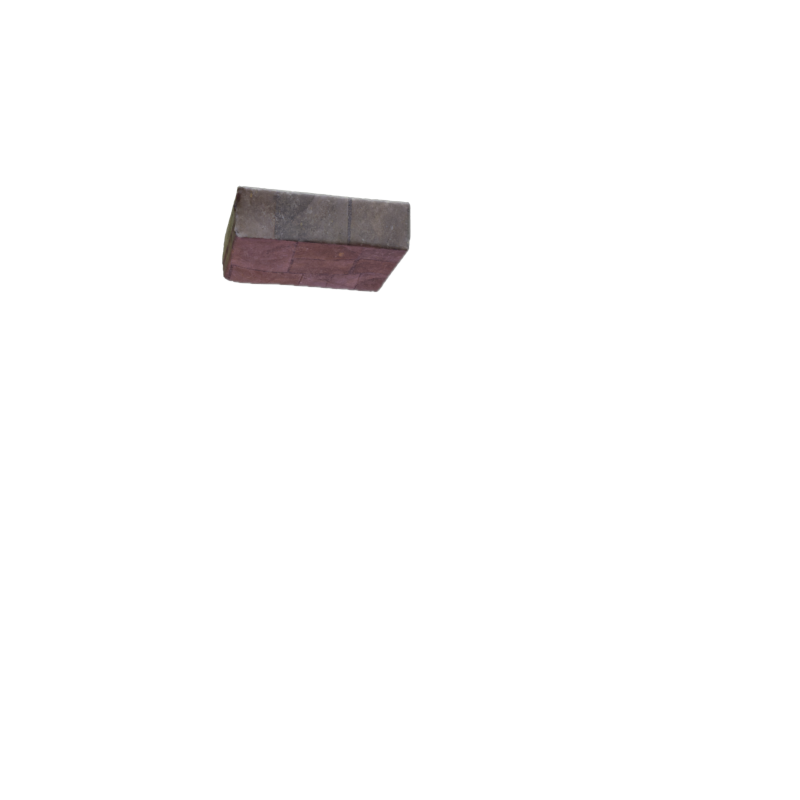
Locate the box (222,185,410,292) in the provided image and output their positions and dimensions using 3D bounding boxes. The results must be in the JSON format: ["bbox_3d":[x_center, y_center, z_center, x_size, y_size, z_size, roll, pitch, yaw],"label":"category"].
[{"bbox_3d":[-0.057,-0.104,0.727,0.112,0.040,0.088,3,-14,-11],"label":"box"}]
